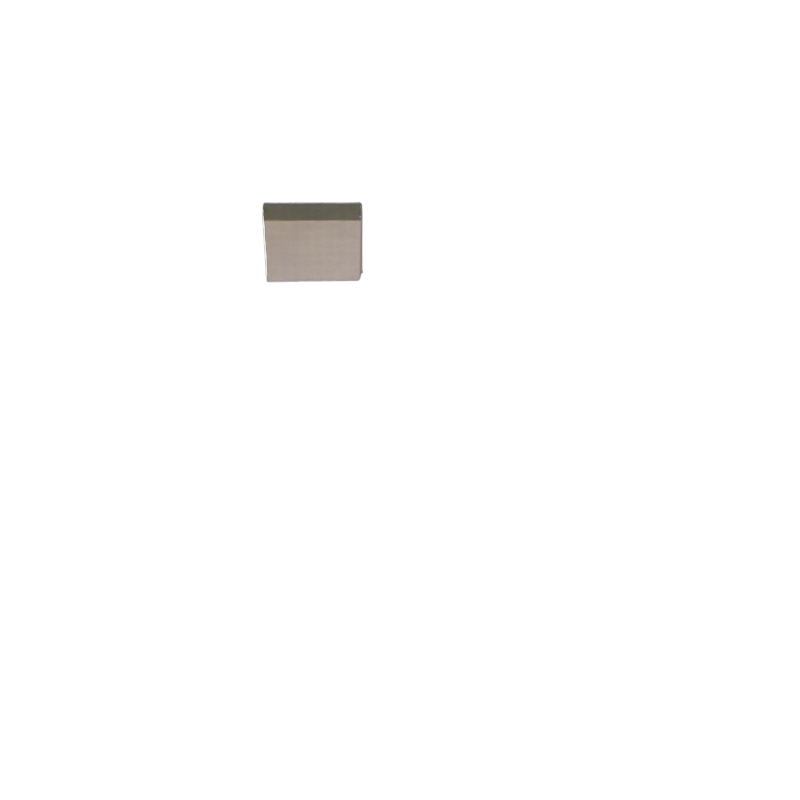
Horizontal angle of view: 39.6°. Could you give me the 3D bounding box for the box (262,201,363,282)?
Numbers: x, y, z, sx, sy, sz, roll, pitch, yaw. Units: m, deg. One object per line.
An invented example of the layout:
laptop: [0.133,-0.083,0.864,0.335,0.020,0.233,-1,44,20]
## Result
box: [-0.078,-0.142,0.998,0.089,0.068,0.032,0,43,0]
